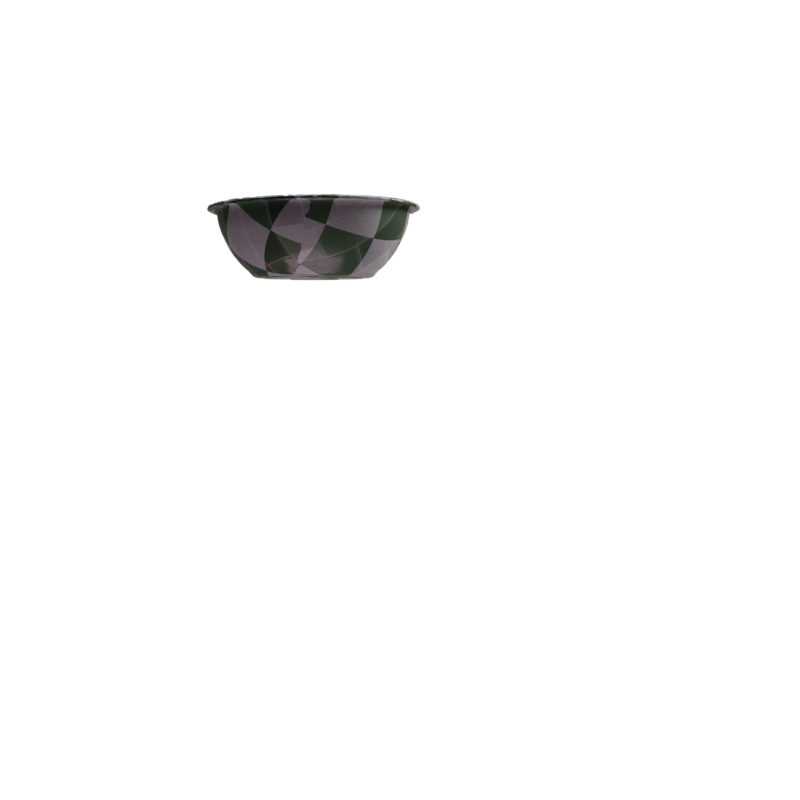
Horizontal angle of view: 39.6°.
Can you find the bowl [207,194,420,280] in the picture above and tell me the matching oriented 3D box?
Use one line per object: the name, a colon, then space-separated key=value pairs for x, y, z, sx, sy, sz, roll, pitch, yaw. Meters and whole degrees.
bowl: x=-0.066 y=-0.120 z=0.843 sx=0.162 sy=0.055 sz=0.162 roll=0 pitch=3 yaw=-2
